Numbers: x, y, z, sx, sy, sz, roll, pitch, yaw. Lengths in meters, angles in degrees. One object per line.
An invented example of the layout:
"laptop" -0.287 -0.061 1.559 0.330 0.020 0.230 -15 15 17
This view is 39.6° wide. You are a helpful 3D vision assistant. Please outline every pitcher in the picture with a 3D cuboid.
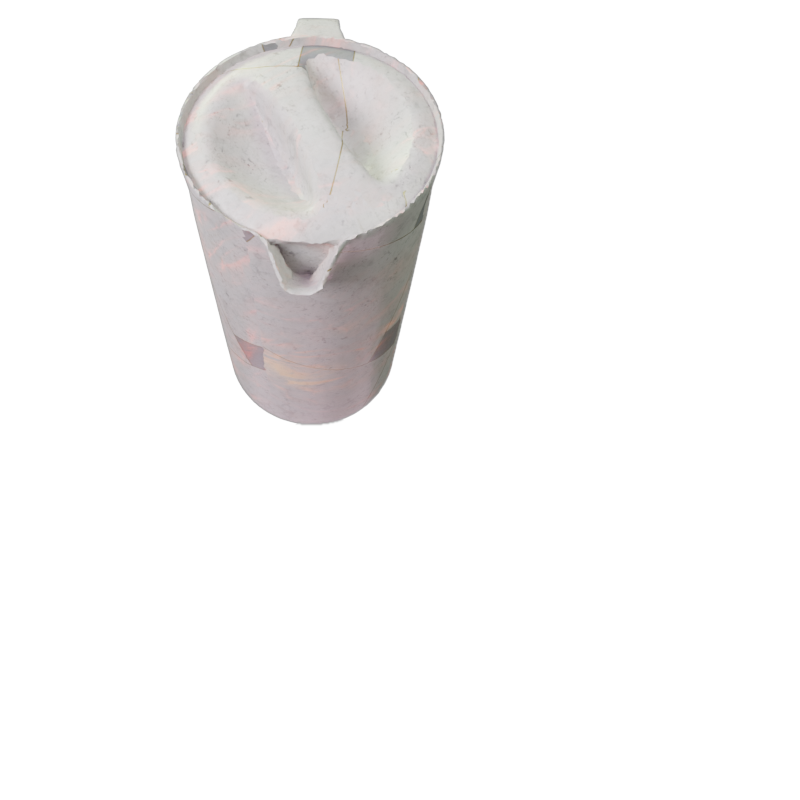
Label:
"pitcher" -0.051 -0.093 0.649 0.151 0.153 0.228 -40 -20 -22
